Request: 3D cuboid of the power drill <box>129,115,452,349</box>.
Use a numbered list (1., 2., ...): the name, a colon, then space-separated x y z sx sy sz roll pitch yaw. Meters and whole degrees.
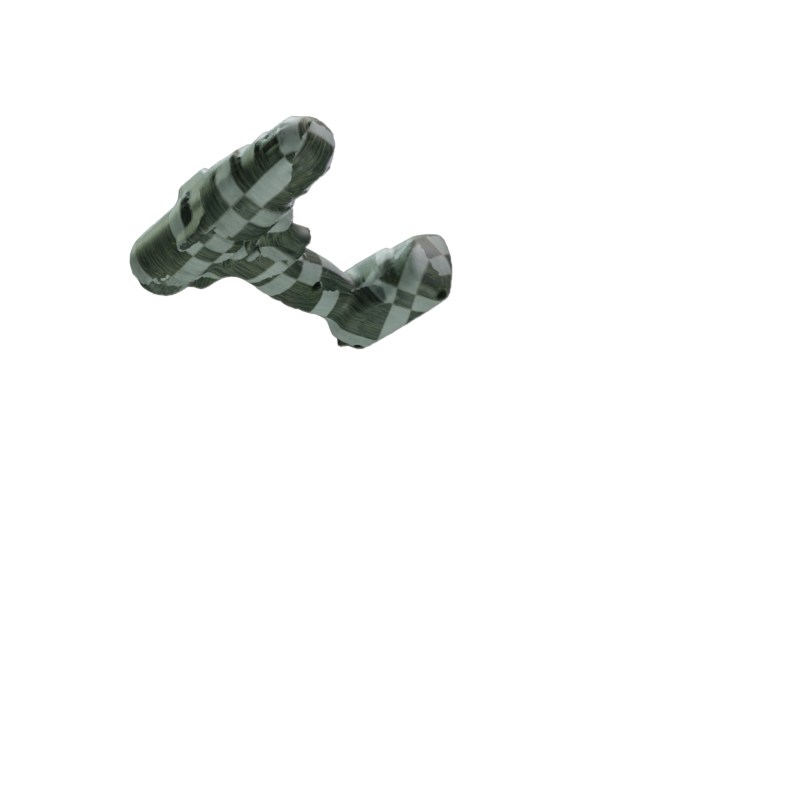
1. power drill: -0.057 -0.103 0.724 0.177 0.061 0.184 22 -35 -36
